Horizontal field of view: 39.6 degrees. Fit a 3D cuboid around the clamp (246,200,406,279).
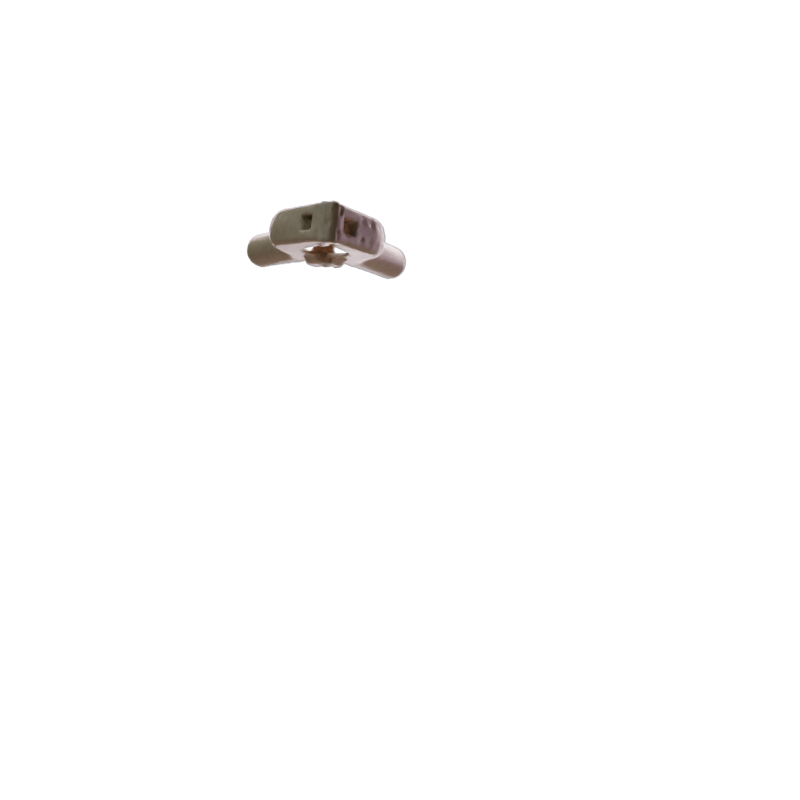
[{"bbox_3d":[-0.061,-0.112,0.784,0.121,0.040,0.166,-1,-5,6],"label":"clamp"}]
